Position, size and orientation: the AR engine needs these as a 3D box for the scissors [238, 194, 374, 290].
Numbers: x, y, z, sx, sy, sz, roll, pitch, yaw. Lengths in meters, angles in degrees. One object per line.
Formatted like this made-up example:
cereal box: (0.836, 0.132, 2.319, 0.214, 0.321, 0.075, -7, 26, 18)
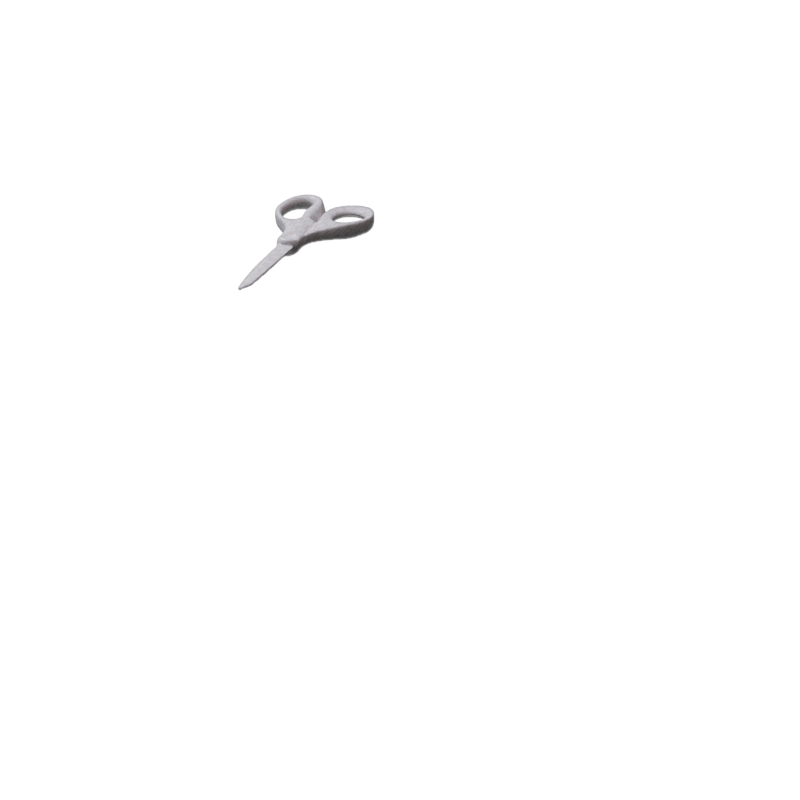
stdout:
scissors: (-0.072, -0.131, 0.917, 0.096, 0.015, 0.212, 1, 28, 1)
